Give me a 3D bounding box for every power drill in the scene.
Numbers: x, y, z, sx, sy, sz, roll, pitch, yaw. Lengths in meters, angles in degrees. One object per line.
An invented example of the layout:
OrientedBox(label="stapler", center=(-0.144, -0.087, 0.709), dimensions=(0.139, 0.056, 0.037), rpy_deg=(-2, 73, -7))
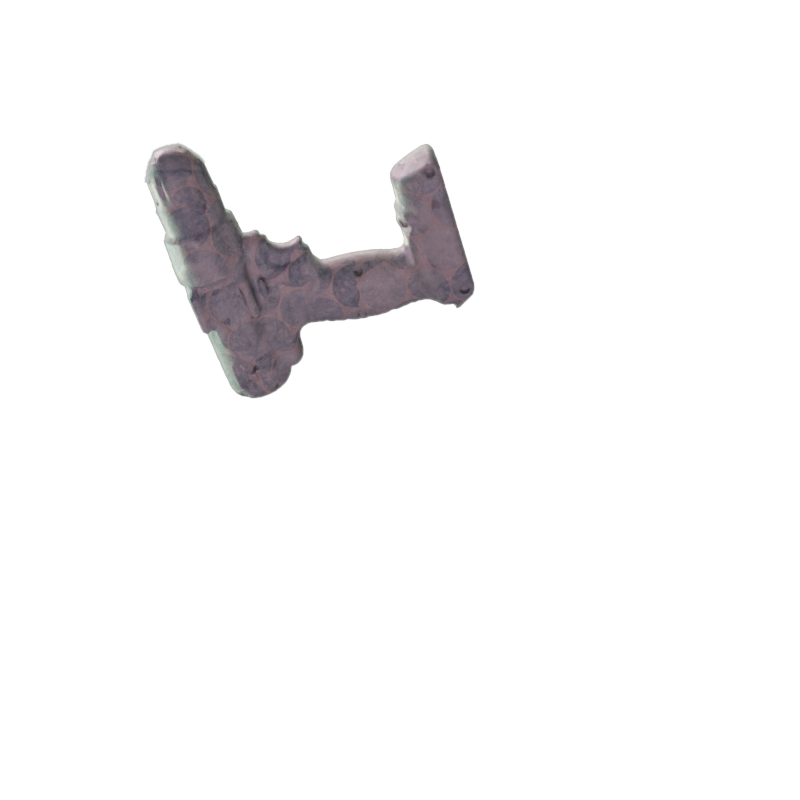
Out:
OrientedBox(label="power drill", center=(-0.057, -0.104, 0.732), dimensions=(0.188, 0.174, 0.061), rpy_deg=(-17, 25, 8))
